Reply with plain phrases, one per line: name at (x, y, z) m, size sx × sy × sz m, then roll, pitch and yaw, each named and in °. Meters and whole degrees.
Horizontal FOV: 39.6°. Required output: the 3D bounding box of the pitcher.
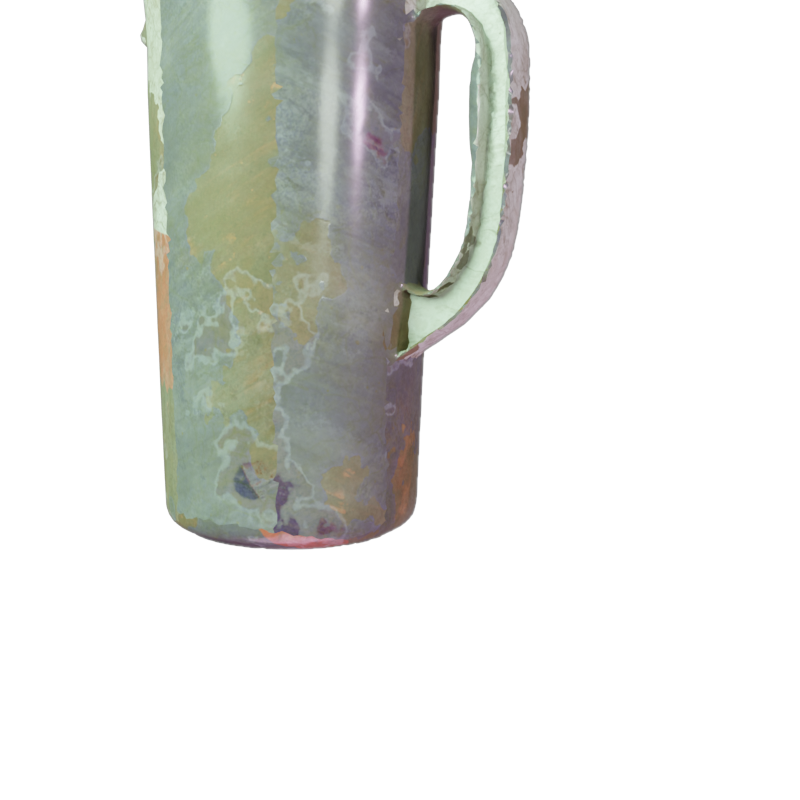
pitcher at (-0.037, -0.068, 0.473) m, size 0.142 × 0.243 × 0.152 m, roll 0°, pitch 1°, yaw -15°
